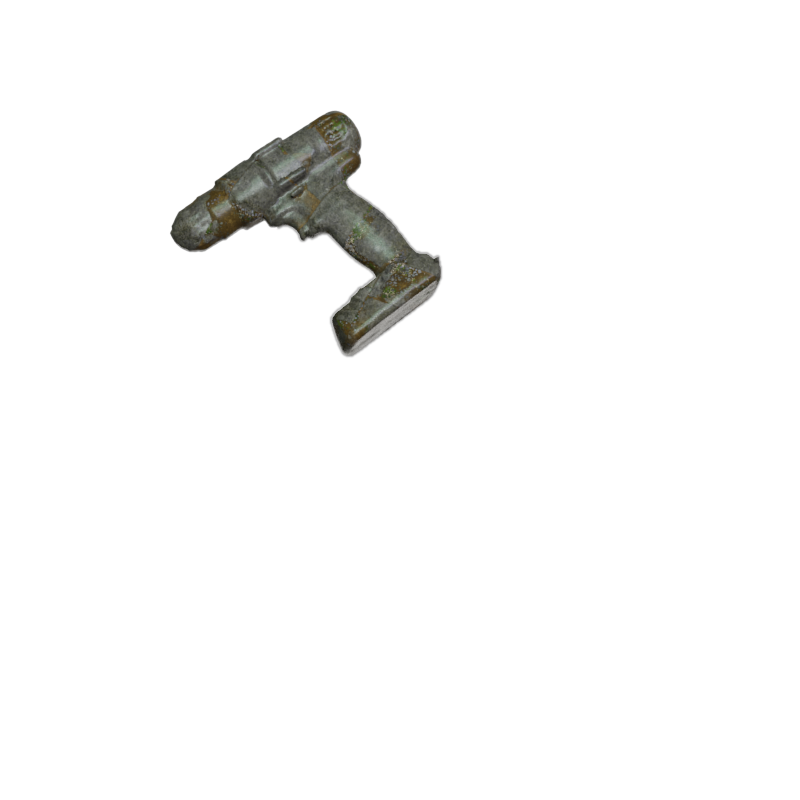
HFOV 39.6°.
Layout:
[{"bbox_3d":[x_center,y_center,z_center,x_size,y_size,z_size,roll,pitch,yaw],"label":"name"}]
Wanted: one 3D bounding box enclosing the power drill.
[{"bbox_3d":[-0.072,-0.131,0.919,0.185,0.196,0.055,-36,-15,-12],"label":"power drill"}]
